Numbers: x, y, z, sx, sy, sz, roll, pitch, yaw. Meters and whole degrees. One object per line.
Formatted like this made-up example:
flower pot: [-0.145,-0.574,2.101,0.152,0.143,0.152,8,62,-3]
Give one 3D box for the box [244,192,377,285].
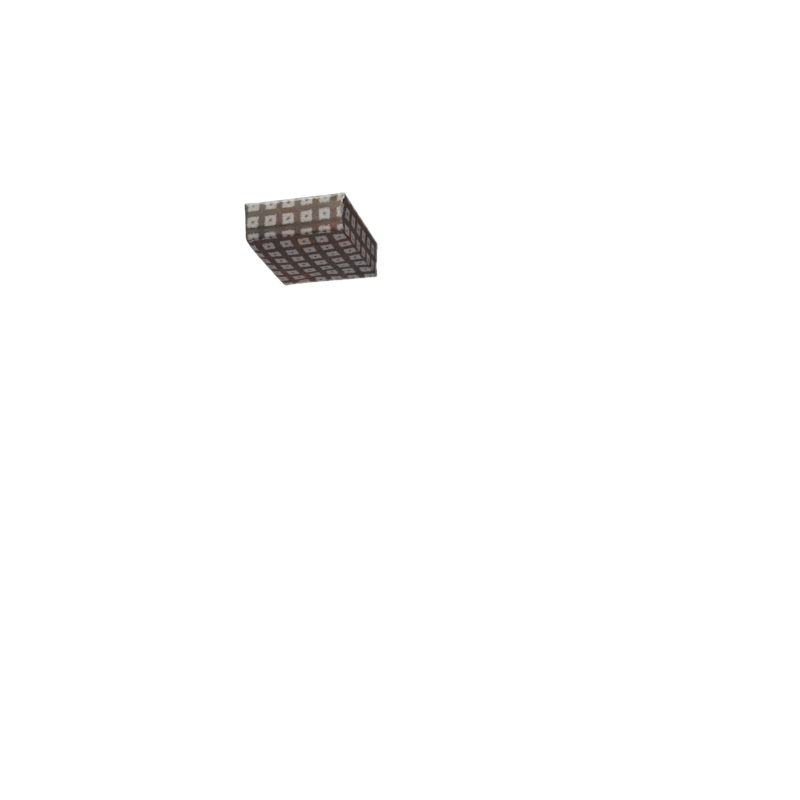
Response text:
box: [-0.076,-0.138,0.964,0.091,0.041,0.107,-4,-16,14]
